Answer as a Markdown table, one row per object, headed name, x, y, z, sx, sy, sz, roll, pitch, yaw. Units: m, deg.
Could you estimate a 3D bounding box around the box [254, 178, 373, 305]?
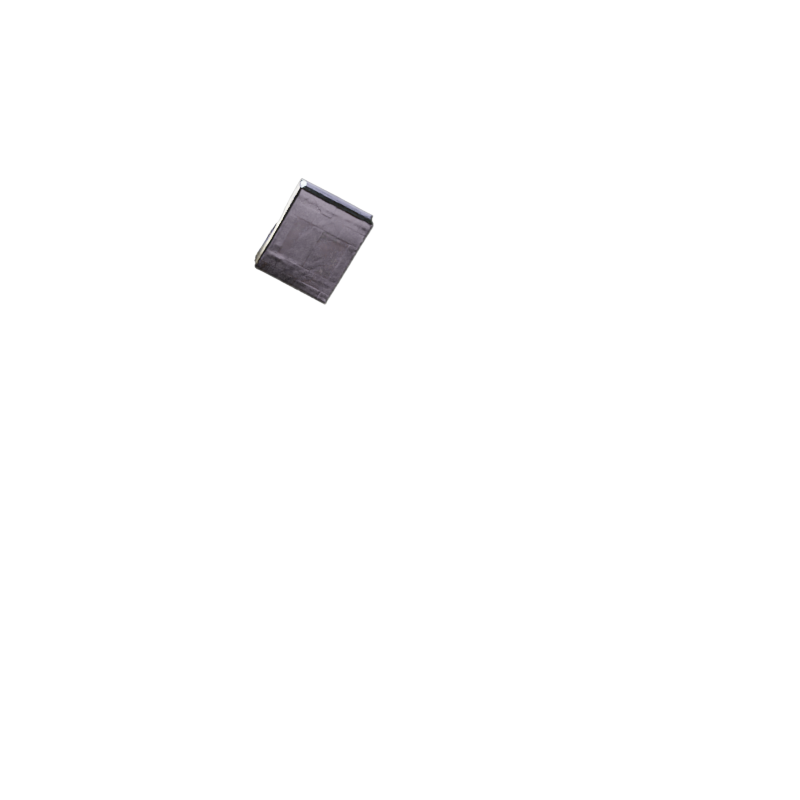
| name | x | y | z | sx | sy | sz | roll | pitch | yaw |
| --- | --- | --- | --- | --- | --- | --- | --- | --- | --- |
| box | -0.076 | -0.139 | 0.973 | 0.071 | 0.087 | 0.032 | 28 | 20 | -12 |
